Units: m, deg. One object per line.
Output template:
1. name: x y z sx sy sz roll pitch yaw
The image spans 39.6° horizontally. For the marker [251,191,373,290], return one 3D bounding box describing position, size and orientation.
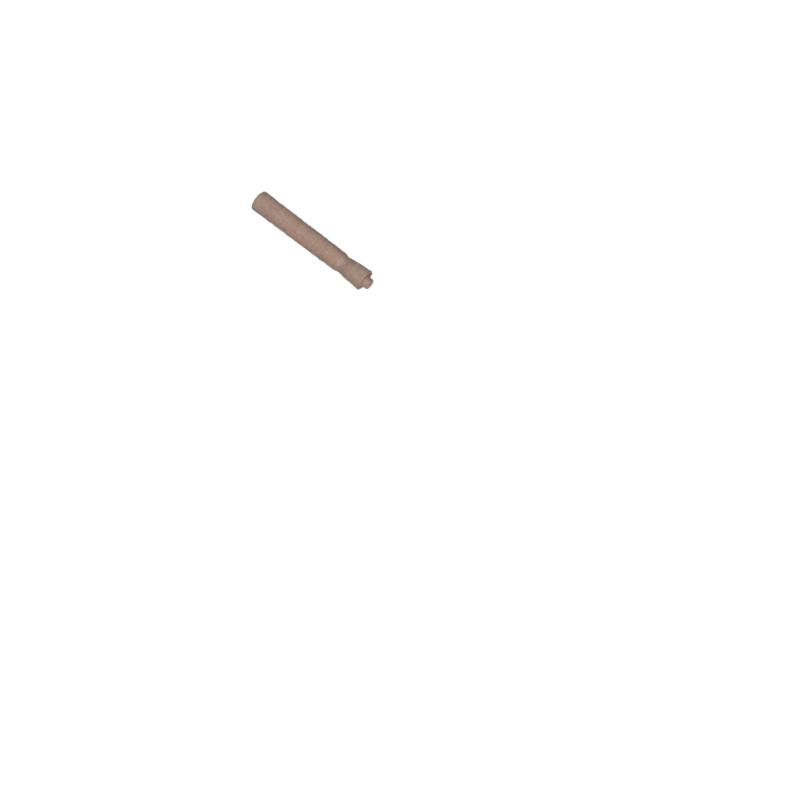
1. marker: -0.071 -0.130 0.911 0.126 0.019 0.019 38 15 16
